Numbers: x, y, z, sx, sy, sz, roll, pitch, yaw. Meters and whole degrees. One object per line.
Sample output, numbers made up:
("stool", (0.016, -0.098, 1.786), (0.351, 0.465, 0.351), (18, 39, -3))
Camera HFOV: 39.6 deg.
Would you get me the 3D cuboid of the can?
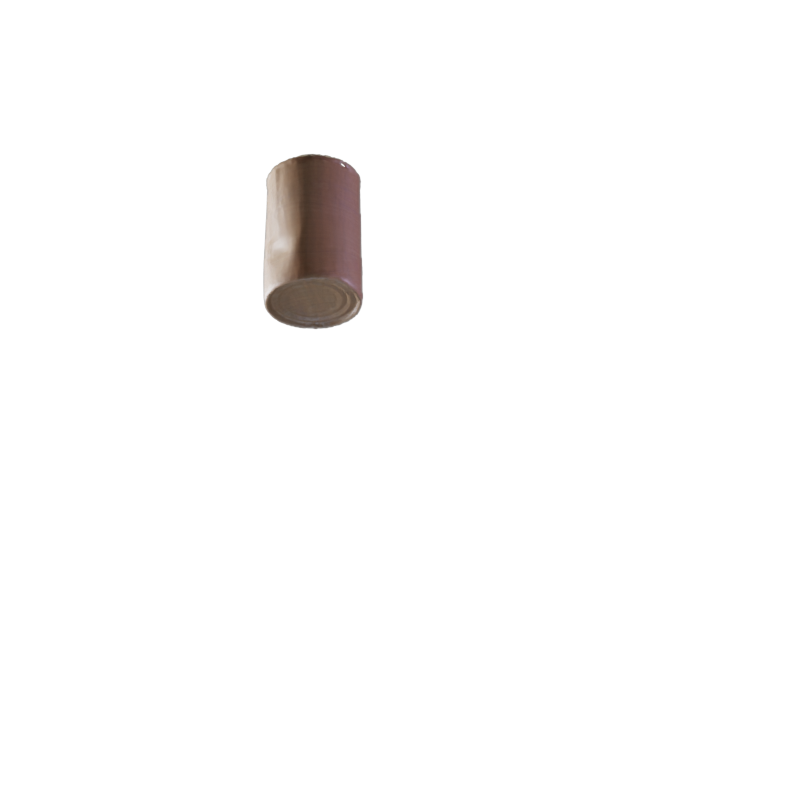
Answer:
("can", (-0.060, -0.109, 0.763), (0.068, 0.109, 0.064), (-1, -31, -2))
